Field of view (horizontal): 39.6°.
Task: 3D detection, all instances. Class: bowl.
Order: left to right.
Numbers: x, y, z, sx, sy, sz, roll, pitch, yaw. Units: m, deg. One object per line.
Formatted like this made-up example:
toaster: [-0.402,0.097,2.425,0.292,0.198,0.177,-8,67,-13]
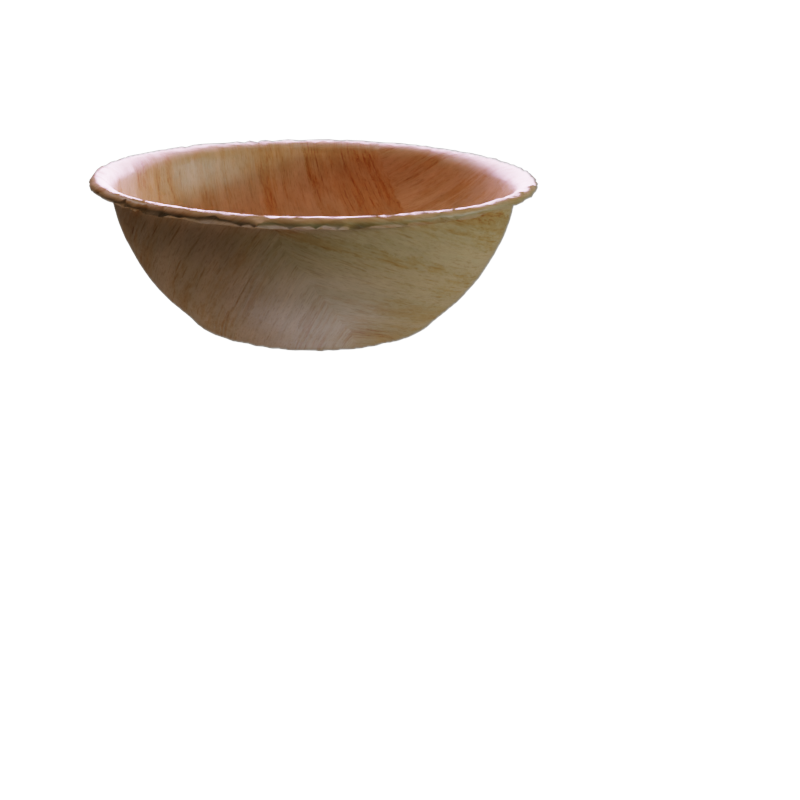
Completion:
bowl: [-0.032,-0.059,0.412,0.162,0.053,0.169,-1,21,-2]
